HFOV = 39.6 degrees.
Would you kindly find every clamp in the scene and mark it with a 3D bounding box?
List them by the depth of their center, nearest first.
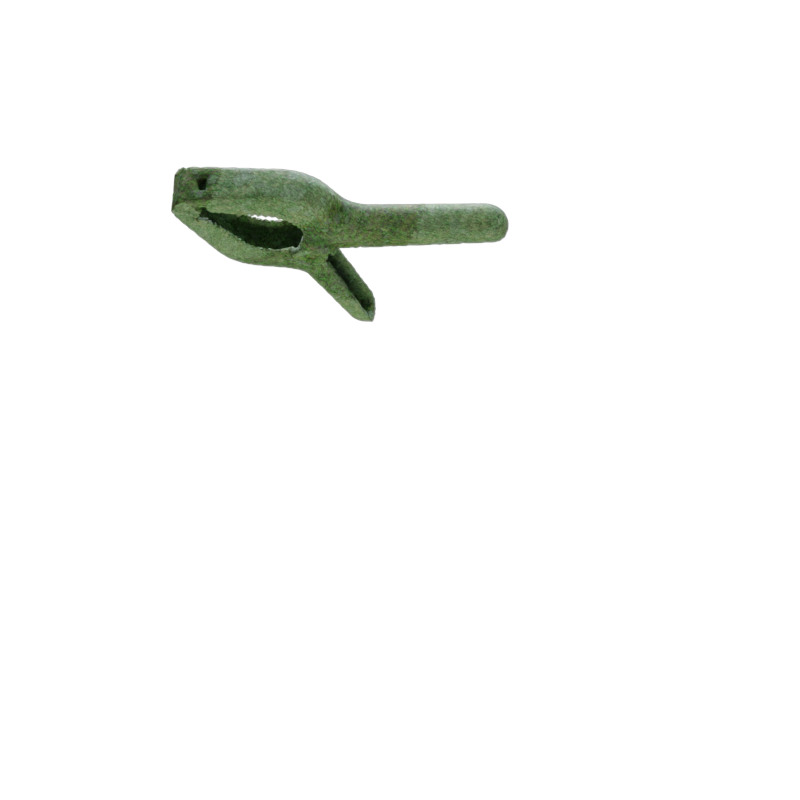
[{"bbox_3d":[-0.058,-0.106,0.740,0.202,0.039,0.161,11,-26,-24],"label":"clamp"}]
